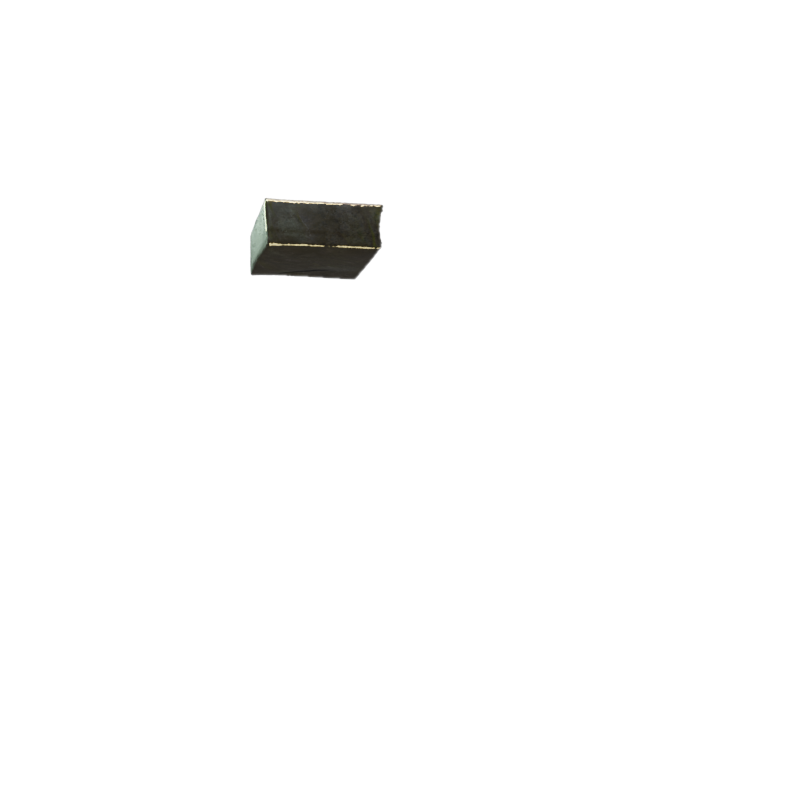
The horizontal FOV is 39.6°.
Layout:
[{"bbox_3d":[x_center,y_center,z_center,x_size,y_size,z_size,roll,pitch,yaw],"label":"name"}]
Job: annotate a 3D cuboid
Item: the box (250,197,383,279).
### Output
[{"bbox_3d":[-0.068,-0.124,0.865,0.089,0.040,0.113,1,-6,-12],"label":"box"}]
